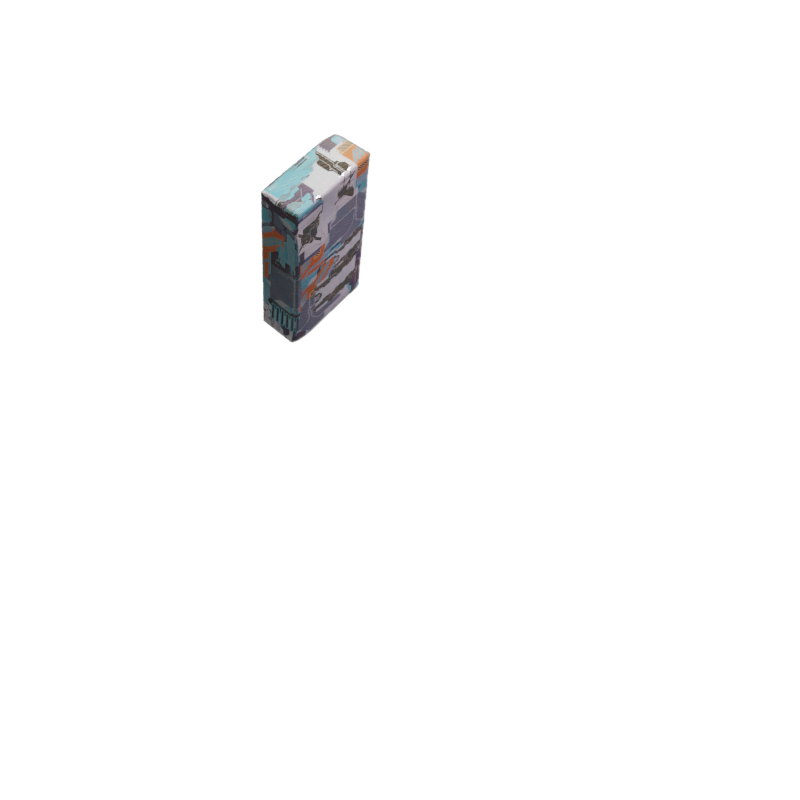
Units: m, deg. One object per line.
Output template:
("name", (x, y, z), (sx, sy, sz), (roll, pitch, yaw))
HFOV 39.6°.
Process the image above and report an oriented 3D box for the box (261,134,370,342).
("box", (-0.074, -0.134, 0.939), (0.050, 0.095, 0.165), (33, -32, 19))
